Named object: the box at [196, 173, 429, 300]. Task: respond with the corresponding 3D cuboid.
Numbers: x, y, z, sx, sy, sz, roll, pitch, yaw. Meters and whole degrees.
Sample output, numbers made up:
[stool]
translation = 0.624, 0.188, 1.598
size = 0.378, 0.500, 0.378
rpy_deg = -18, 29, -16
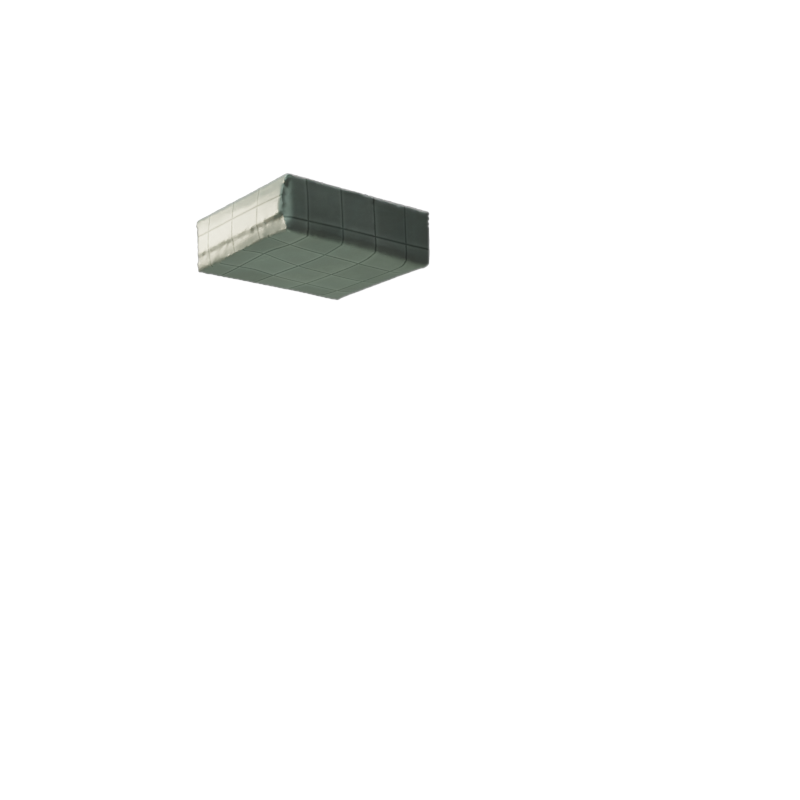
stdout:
[box]
translation = -0.052, -0.095, 0.662
size = 0.108, 0.040, 0.091
rpy_deg = 11, -18, -40
